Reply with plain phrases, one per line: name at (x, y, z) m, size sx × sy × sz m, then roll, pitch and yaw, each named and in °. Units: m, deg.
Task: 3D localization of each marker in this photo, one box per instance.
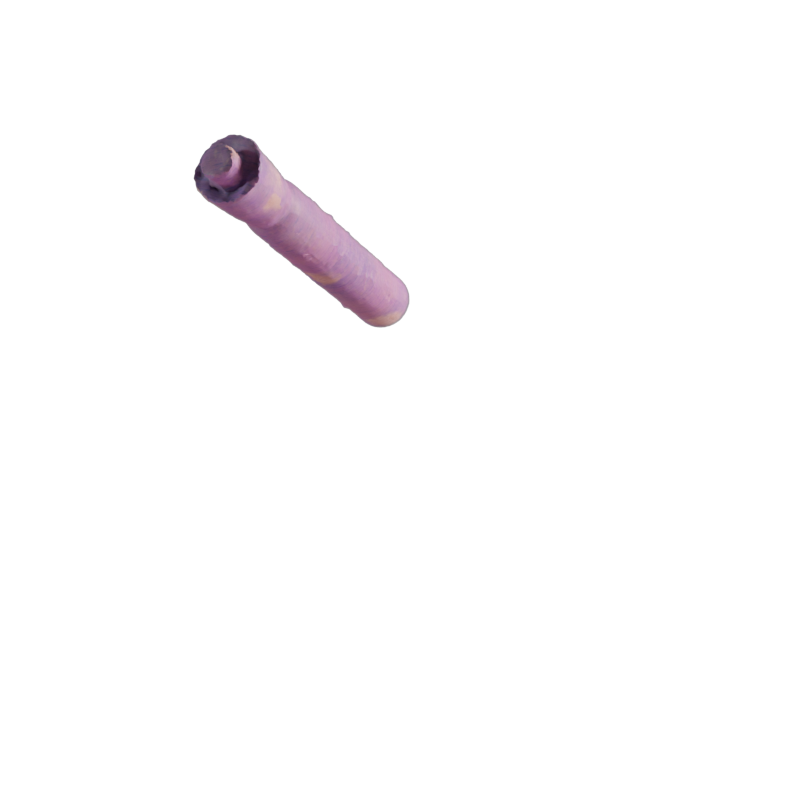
marker at (-0.025, -0.046, 0.322) m, size 0.020 × 0.020 × 0.114 m, roll 2°, pitch -12°, yaw 21°
